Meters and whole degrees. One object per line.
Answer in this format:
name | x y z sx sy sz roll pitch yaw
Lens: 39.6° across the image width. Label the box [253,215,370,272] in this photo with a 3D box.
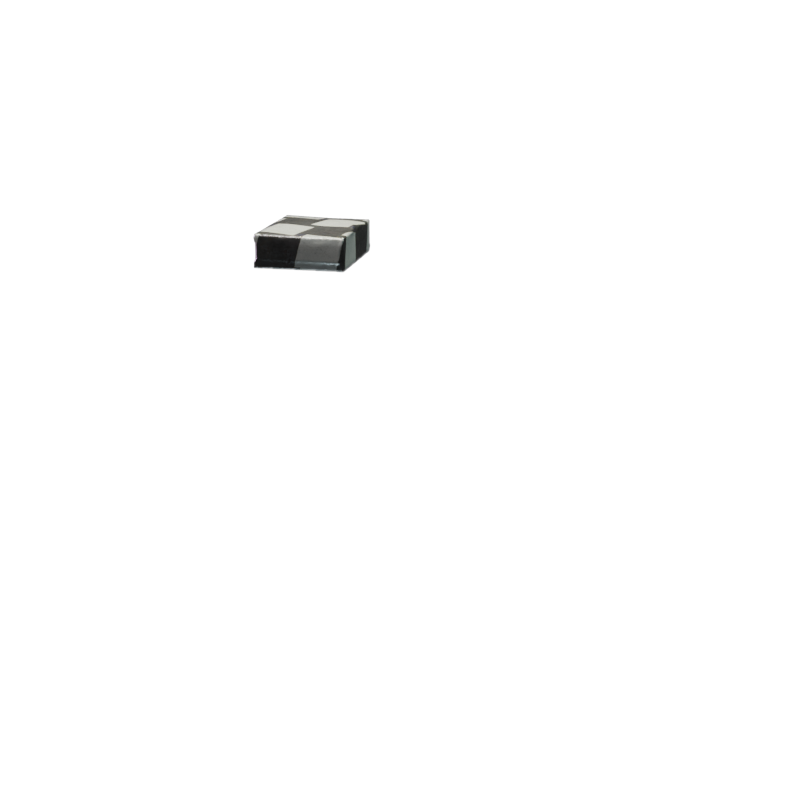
box | -0.069 -0.126 0.886 0.075 0.029 0.090 4 19 13
